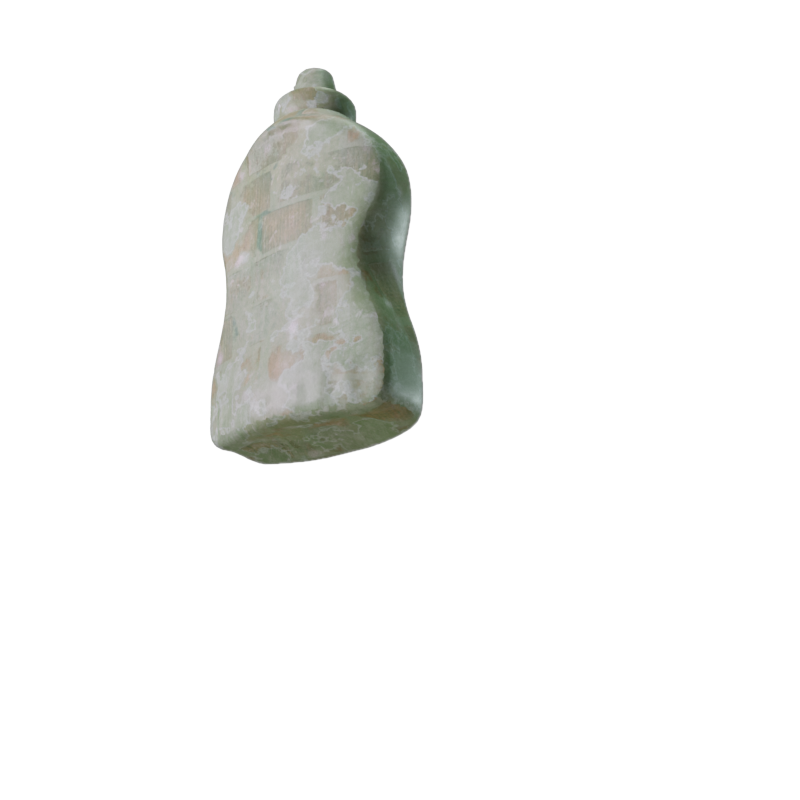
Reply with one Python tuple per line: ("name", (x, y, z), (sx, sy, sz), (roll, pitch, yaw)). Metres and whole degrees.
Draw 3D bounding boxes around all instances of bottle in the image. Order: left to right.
("bottle", (-0.040, -0.073, 0.513), (0.097, 0.203, 0.054), (-20, -32, 32))
